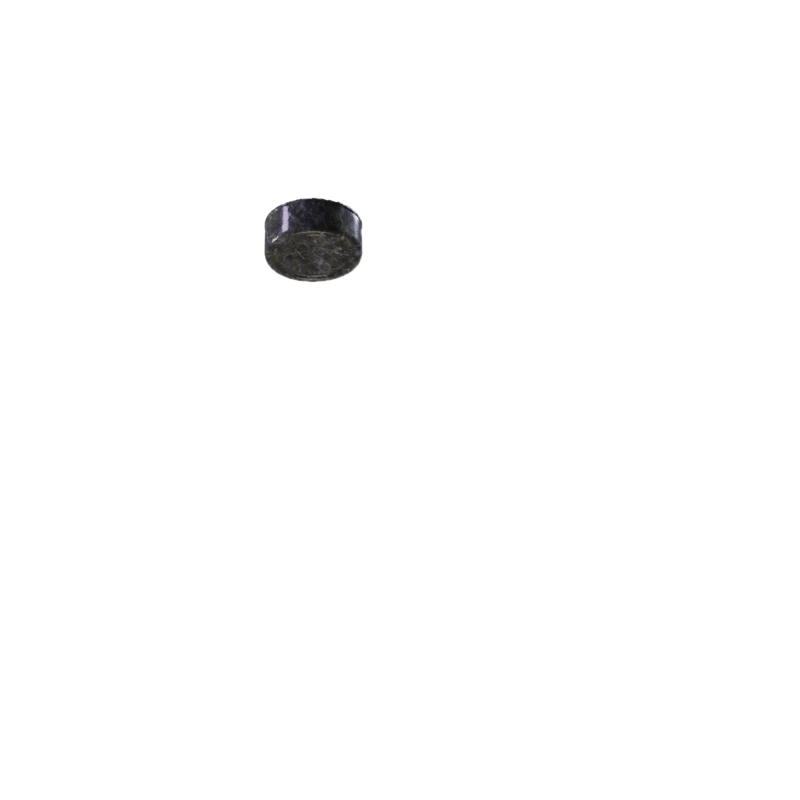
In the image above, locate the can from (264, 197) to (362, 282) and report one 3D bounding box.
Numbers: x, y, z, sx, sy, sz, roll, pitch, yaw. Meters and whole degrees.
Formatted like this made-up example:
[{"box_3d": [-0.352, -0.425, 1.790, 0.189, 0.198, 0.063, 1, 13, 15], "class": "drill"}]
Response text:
[{"box_3d": [-0.075, -0.137, 0.959, 0.086, 0.036, 0.081, 1, -28, -2], "class": "can"}]
